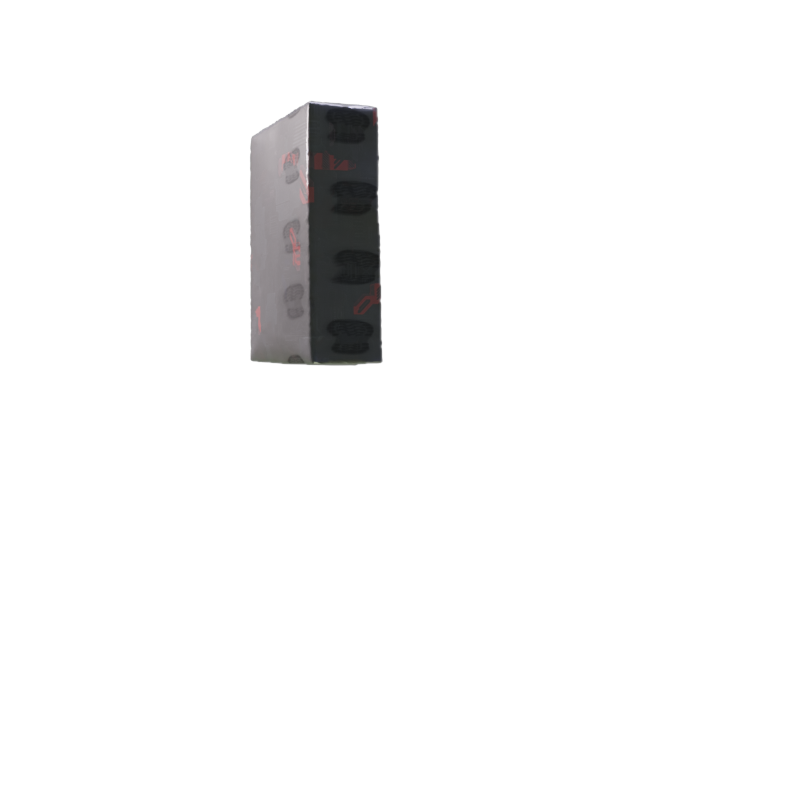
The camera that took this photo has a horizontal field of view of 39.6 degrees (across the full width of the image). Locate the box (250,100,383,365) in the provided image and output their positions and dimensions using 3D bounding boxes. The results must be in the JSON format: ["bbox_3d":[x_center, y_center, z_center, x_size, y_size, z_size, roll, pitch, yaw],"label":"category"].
[{"bbox_3d":[-0.076,-0.138,0.970,0.070,0.216,0.167,2,-3,-24],"label":"box"}]
